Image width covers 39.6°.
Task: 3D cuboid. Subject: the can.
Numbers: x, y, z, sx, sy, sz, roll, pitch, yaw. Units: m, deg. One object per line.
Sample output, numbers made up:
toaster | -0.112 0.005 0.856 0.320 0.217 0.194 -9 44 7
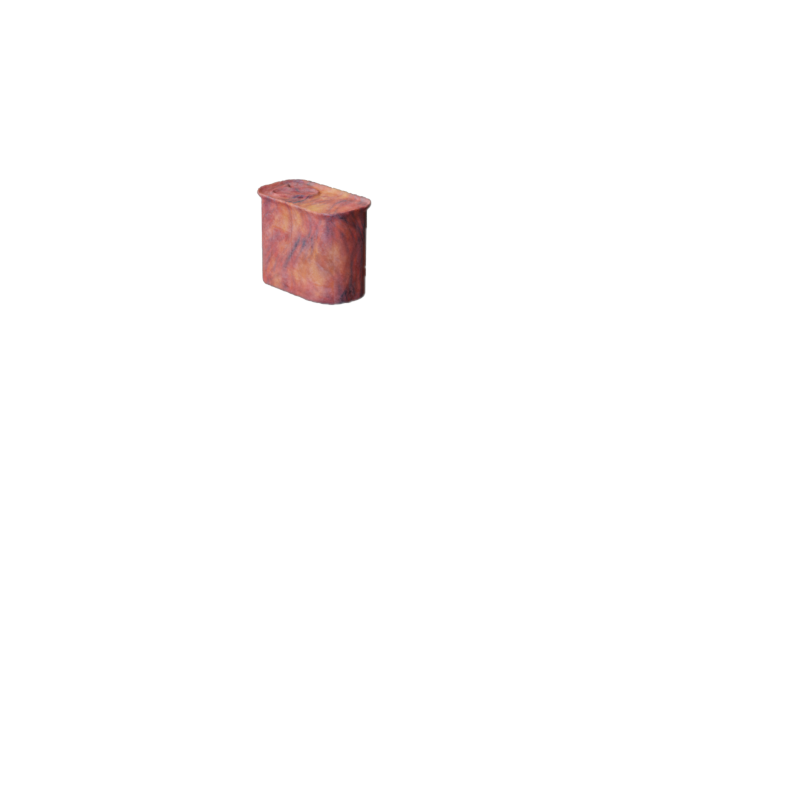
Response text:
can | -0.074 -0.135 0.945 0.108 0.080 0.057 23 31 39
